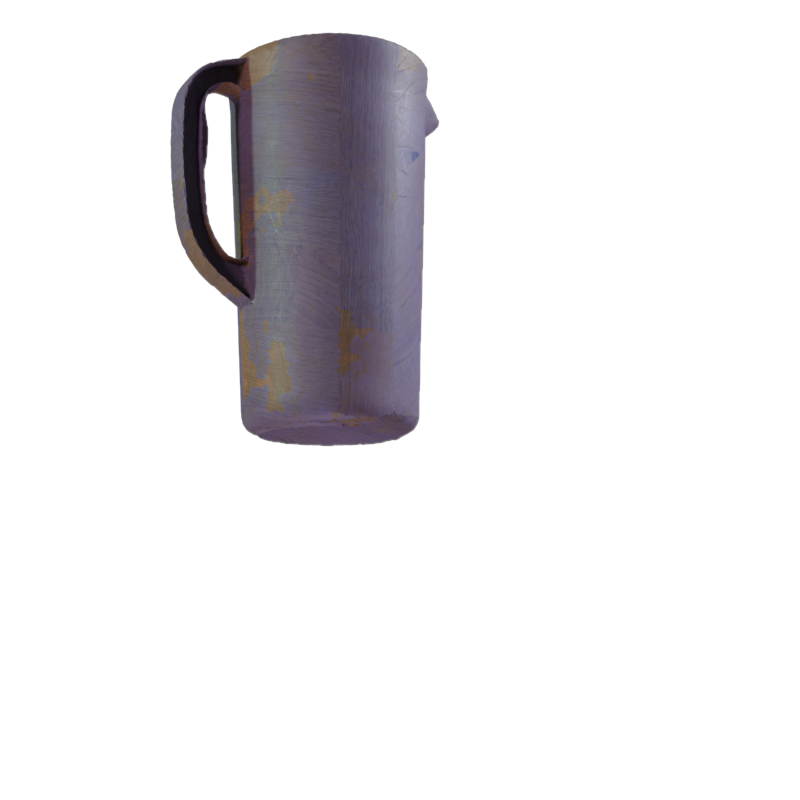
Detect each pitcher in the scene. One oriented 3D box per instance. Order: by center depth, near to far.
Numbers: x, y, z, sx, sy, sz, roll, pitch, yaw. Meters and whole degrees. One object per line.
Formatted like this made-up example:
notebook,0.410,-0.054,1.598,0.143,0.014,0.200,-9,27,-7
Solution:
pitcher,-0.055,-0.100,0.698,0.151,0.253,0.137,-5,-16,13
